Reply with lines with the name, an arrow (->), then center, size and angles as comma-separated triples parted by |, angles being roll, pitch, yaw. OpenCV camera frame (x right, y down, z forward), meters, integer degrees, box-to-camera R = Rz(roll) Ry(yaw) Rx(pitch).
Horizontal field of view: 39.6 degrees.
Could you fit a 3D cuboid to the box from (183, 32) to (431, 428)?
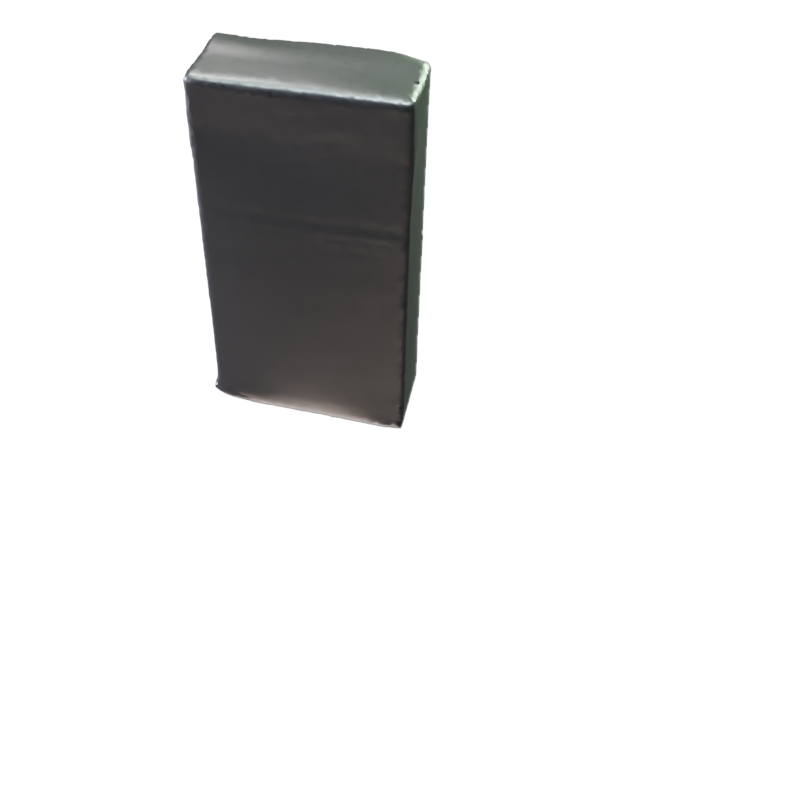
box -> -0.037, -0.069, 0.481 | 0.095, 0.164, 0.050 | 11, 40, 10
